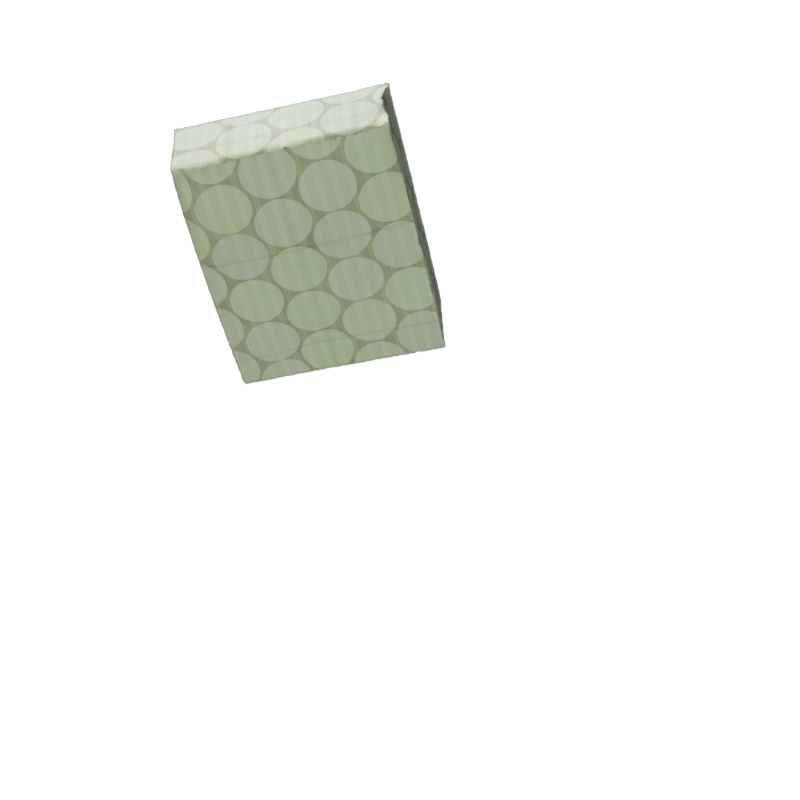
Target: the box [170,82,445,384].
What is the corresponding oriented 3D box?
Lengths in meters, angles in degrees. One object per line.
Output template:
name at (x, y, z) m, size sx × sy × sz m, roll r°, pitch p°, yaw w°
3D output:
box at (-0.036, -0.065, 0.453) m, size 0.090 × 0.105 × 0.042 m, roll -10°, pitch 37°, yaw 7°
